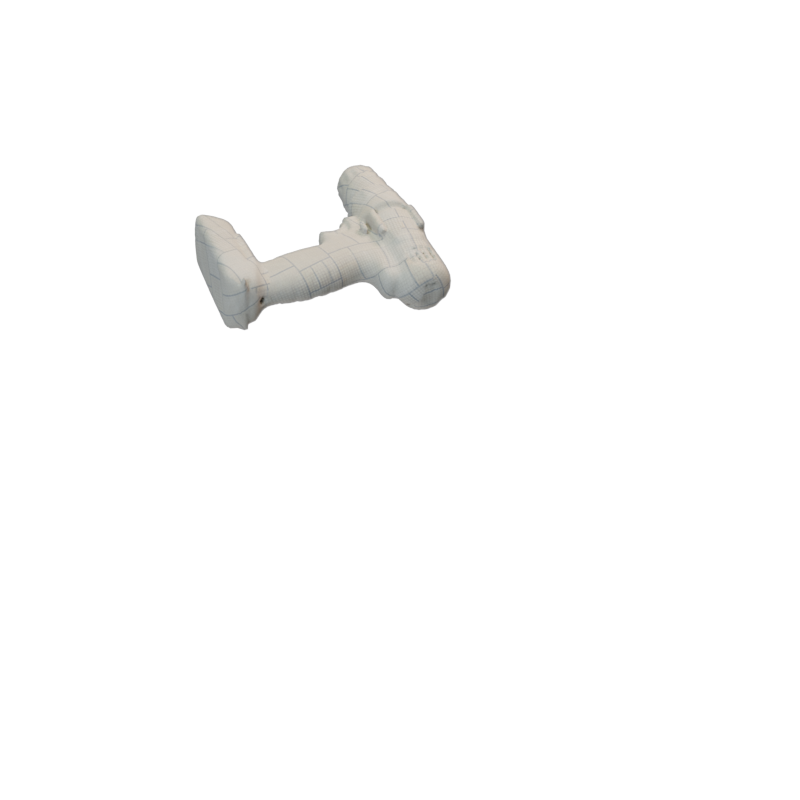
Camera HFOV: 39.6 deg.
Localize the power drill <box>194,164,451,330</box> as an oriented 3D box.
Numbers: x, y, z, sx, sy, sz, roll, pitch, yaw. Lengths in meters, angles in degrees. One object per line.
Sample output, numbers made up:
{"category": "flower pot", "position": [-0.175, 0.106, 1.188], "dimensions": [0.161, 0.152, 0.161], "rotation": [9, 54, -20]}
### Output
{"category": "power drill", "position": [-0.072, -0.132, 0.925], "dimensions": [0.185, 0.054, 0.200], "rotation": [-13, 41, -16]}
